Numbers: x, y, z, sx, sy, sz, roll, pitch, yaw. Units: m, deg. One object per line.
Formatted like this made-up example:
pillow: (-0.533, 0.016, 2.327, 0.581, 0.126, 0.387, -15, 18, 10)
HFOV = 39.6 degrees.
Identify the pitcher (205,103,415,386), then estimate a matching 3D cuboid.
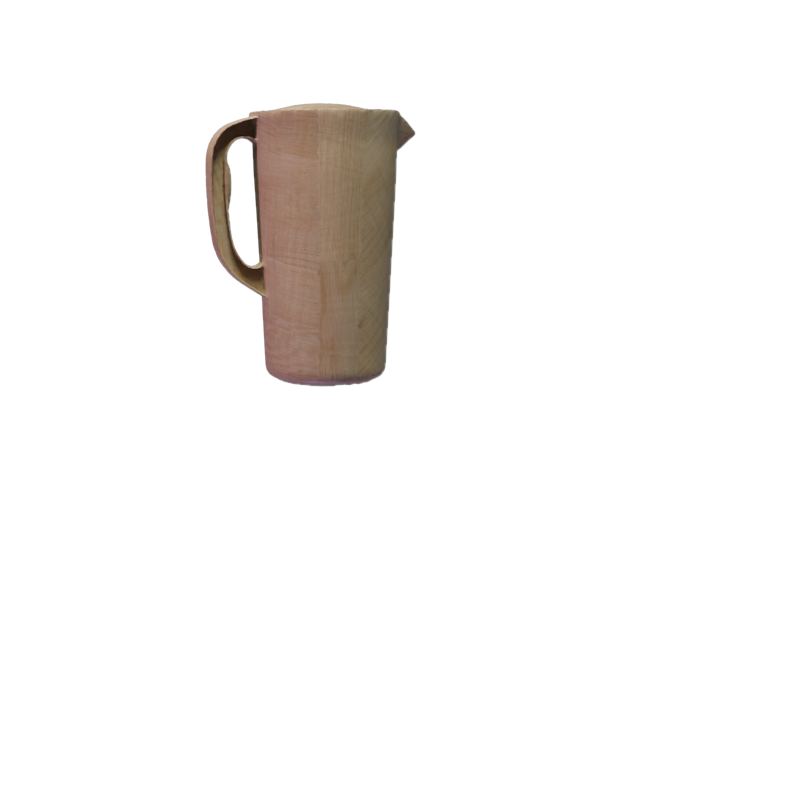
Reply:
pitcher: (-0.077, -0.140, 0.980, 0.154, 0.240, 0.142, 3, 7, 24)
